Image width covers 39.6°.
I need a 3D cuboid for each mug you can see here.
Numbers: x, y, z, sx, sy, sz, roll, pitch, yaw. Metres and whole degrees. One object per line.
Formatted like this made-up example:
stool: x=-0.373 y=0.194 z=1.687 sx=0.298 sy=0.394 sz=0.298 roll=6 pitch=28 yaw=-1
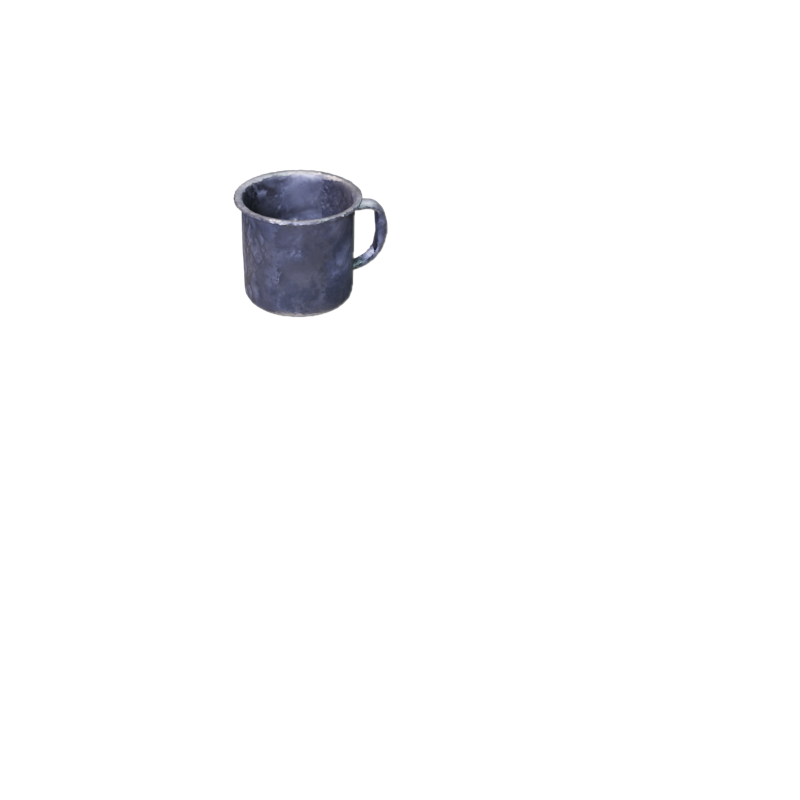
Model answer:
mug: x=-0.064 y=-0.117 z=0.820 sx=0.115 sy=0.077 sz=0.100 roll=-14 pitch=34 yaw=-22
